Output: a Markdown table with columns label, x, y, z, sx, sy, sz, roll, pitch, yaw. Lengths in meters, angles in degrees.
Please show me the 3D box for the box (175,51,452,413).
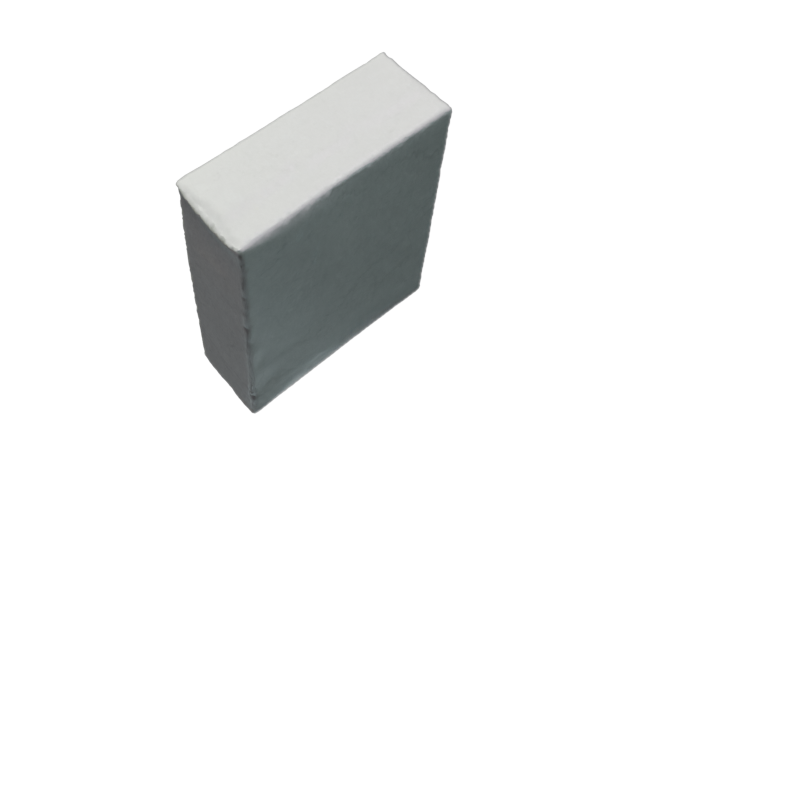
| label | x | y | z | sx | sy | sz | roll | pitch | yaw |
| --- | --- | --- | --- | --- | --- | --- | --- | --- | --- |
| box | -0.057 | -0.104 | 0.732 | 0.165 | 0.076 | 0.201 | -38 | -19 | -21 |
